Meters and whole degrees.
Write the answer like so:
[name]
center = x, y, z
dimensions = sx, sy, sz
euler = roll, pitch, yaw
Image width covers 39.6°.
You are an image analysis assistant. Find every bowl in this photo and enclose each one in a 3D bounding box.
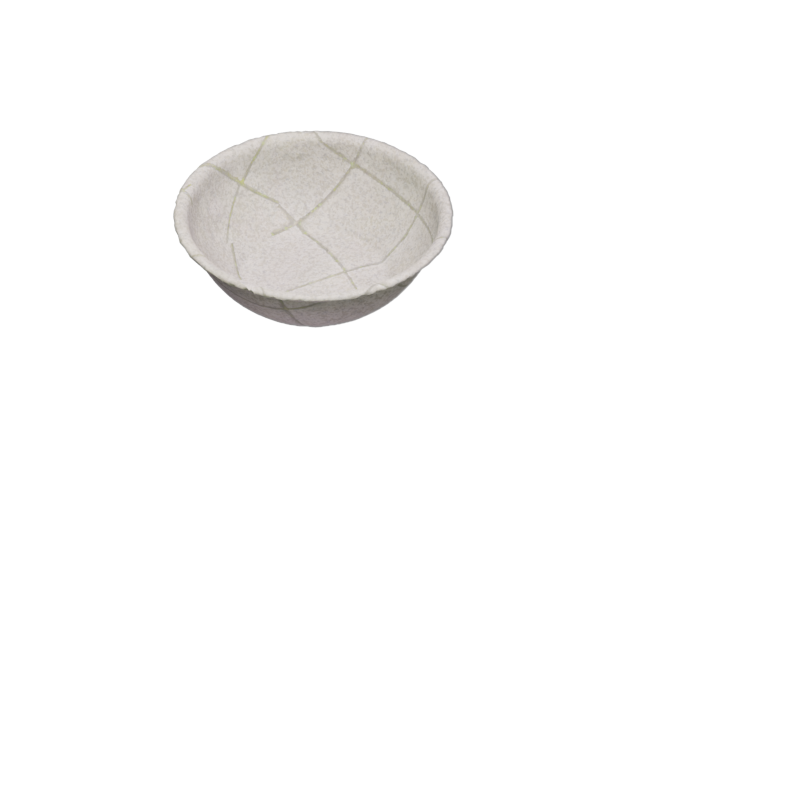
[bowl]
center = -0.051, -0.094, 0.656
dimensions = 0.162, 0.051, 0.174
euler = -1, 43, -1
